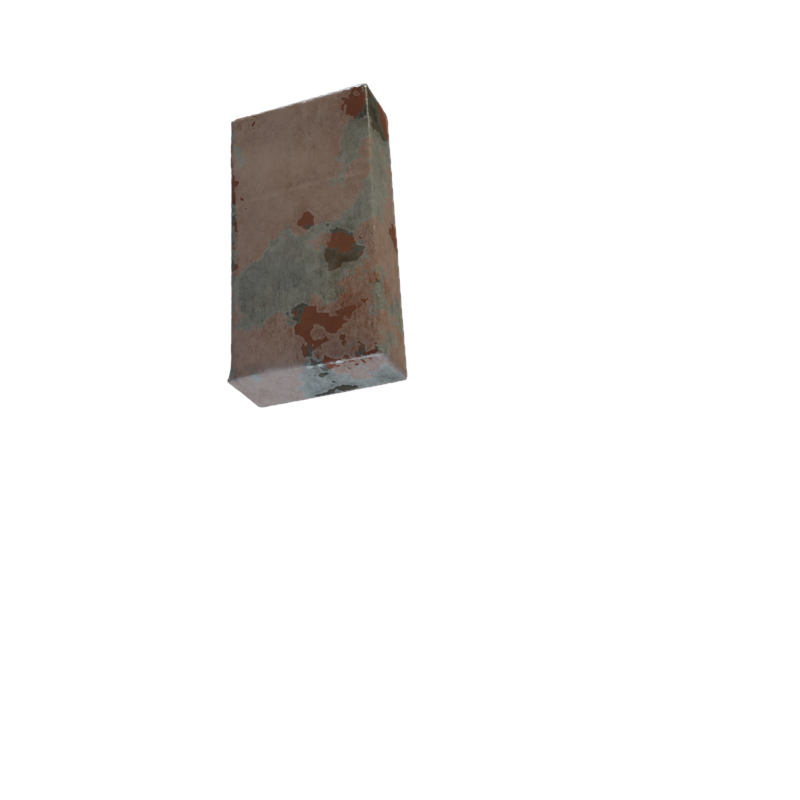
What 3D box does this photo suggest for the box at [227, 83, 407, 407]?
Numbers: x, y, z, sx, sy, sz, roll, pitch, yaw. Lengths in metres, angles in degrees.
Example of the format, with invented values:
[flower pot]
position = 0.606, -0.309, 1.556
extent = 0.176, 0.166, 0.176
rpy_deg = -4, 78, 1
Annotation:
[box]
position = -0.050, -0.091, 0.639
extent = 0.095, 0.188, 0.044
rpy_deg = -12, -31, 18
